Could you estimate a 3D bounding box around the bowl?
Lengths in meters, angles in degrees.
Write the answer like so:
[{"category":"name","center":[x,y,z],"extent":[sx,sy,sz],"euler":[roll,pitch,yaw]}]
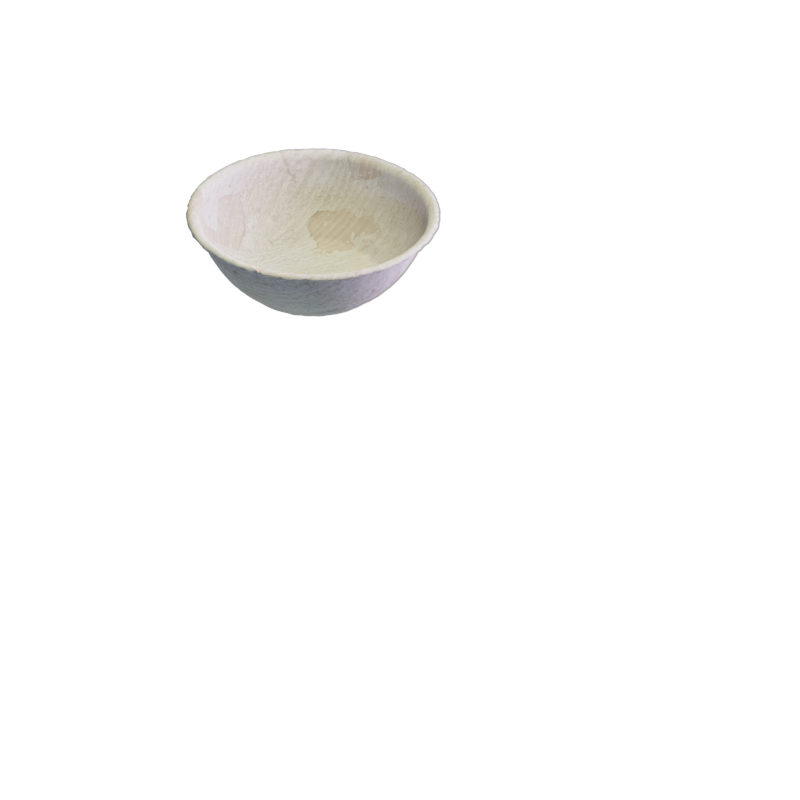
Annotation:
[{"category":"bowl","center":[-0.056,-0.102,0.718],"extent":[0.162,0.051,0.173],"euler":[-1,37,-2]}]
